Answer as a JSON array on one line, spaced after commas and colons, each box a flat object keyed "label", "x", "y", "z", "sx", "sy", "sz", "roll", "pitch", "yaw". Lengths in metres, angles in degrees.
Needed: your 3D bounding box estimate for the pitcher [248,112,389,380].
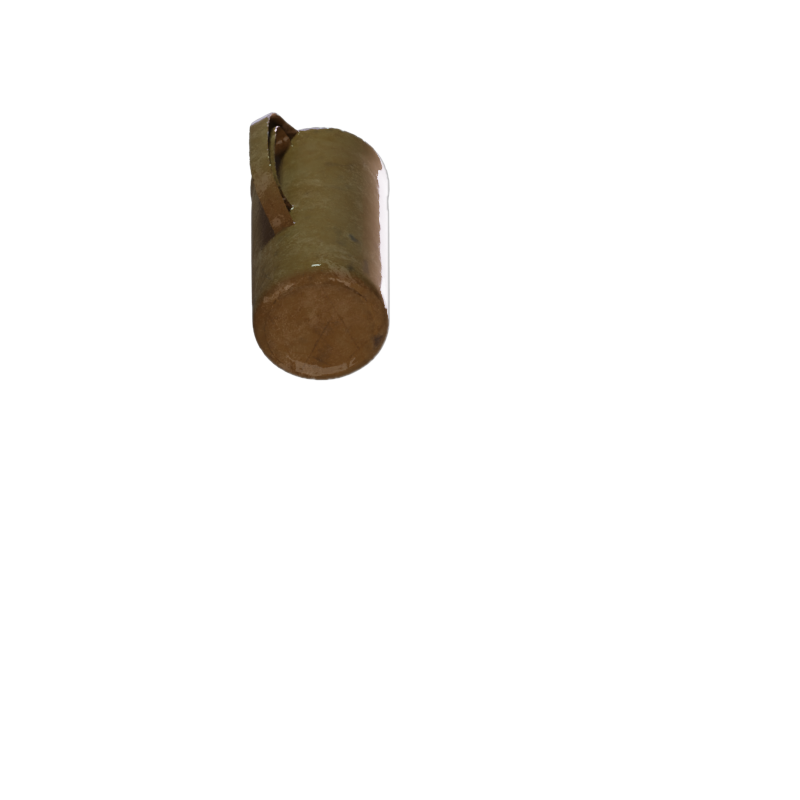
[{"label": "pitcher", "x": -0.075, "y": -0.137, "z": 0.957, "sx": 0.146, "sy": 0.138, "sz": 0.259, "roll": 12, "pitch": 33, "yaw": -12}]
